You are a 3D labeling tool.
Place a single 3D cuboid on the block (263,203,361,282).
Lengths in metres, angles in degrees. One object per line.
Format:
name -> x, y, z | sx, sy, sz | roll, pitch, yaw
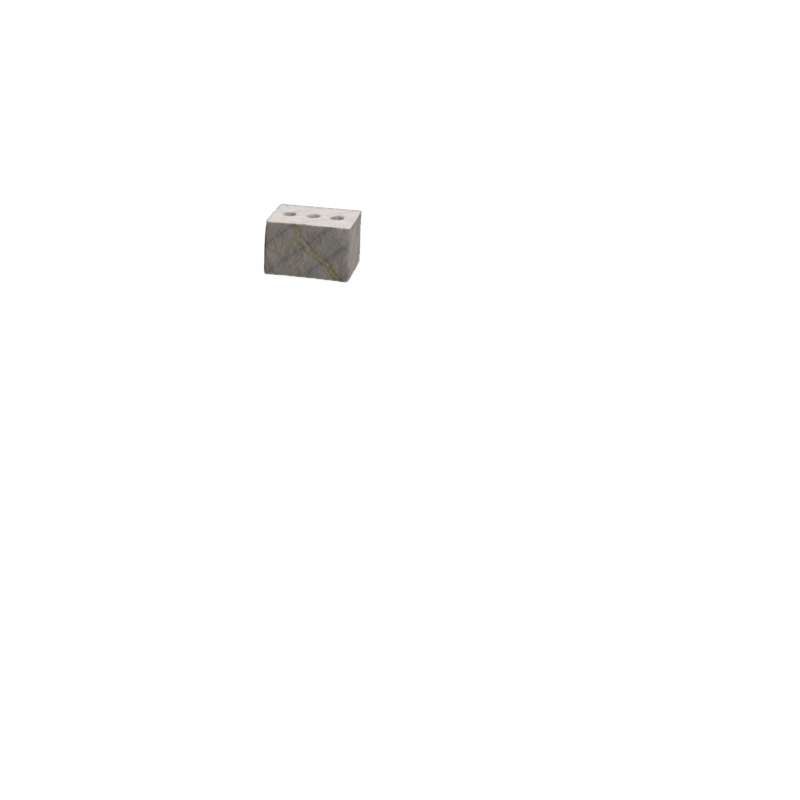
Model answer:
block -> -0.077, -0.141, 0.987 | 0.079, 0.049, 0.054 | 6, 26, 11
